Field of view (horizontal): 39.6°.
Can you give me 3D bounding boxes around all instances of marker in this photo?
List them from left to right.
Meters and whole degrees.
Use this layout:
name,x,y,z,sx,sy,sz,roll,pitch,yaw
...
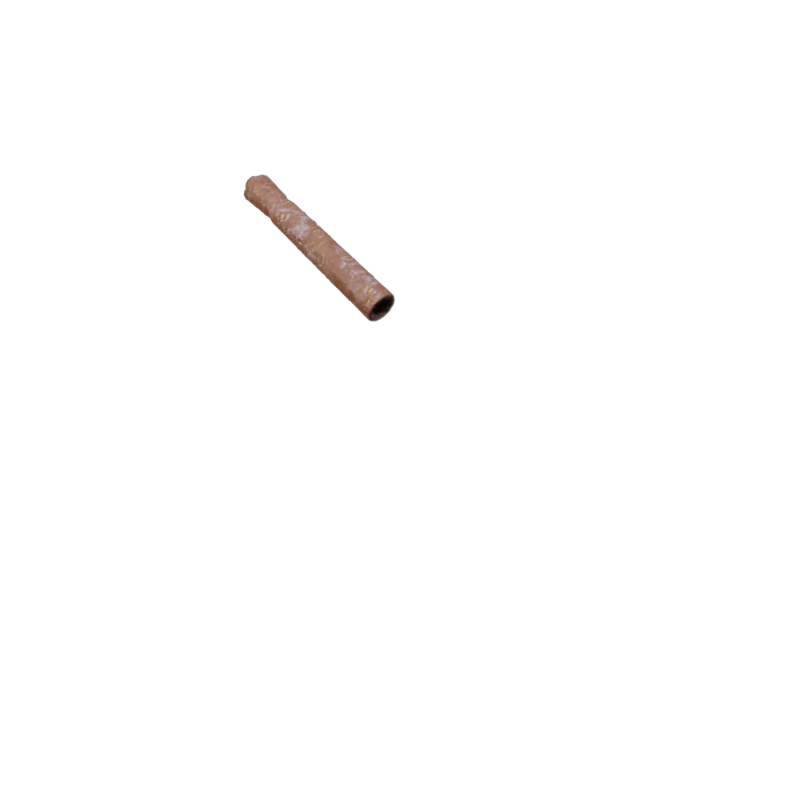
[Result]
name,x,y,z,sx,sy,sz,roll,pitch,yaw
marker,-0.048,-0.088,0.618,0.019,0.019,0.130,-3,40,-48
